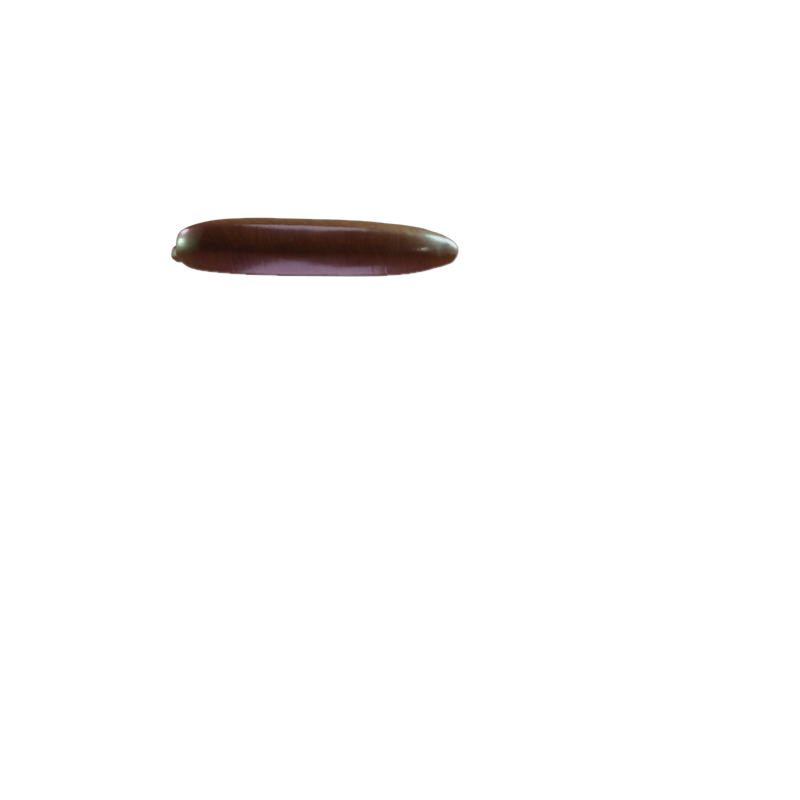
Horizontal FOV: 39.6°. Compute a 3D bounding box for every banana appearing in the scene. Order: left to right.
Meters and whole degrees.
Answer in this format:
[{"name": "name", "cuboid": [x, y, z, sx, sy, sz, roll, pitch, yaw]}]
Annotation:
[{"name": "banana", "cuboid": [-0.064, -0.100, 0.717, 0.201, 0.036, 0.070, 3, 13, 11]}]
